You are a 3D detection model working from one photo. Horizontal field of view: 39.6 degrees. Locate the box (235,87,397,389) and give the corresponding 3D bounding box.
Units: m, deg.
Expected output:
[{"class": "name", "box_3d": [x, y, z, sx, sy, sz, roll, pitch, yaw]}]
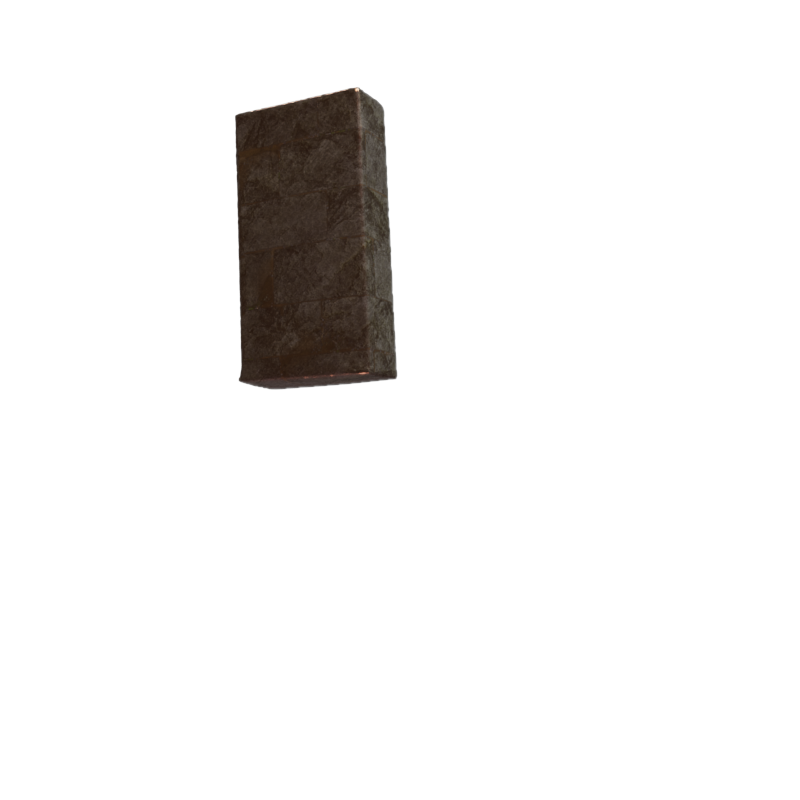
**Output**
[{"class": "box", "box_3d": [-0.054, -0.099, 0.691, 0.096, 0.182, 0.045, -7, -15, 27]}]
